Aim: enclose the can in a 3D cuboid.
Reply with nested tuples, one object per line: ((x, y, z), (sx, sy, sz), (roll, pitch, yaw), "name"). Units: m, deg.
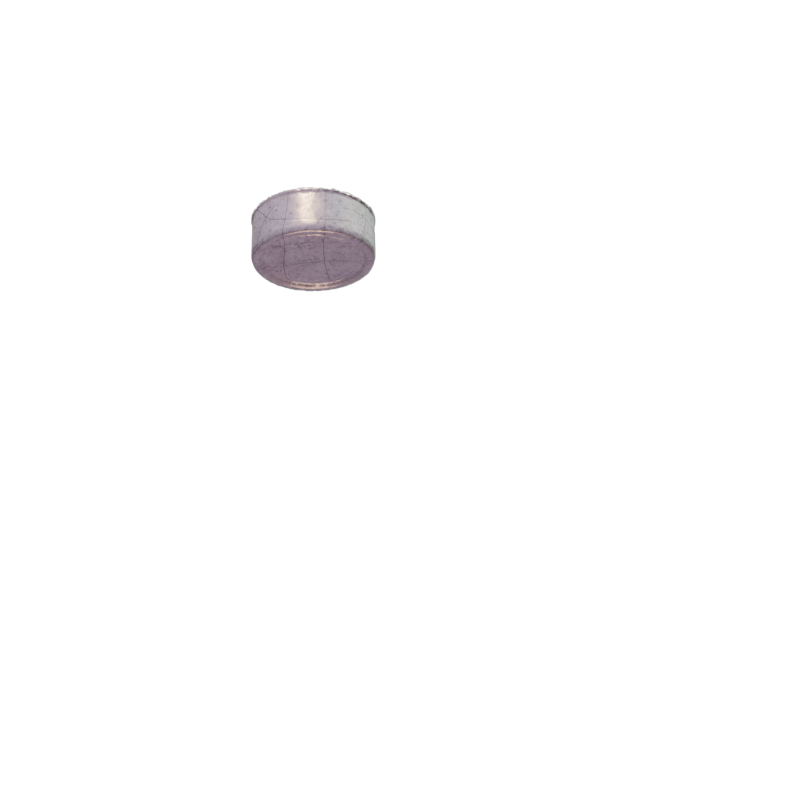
((-0.059, -0.108, 0.756), (0.086, 0.036, 0.081), (1, -25, -2), "can")
